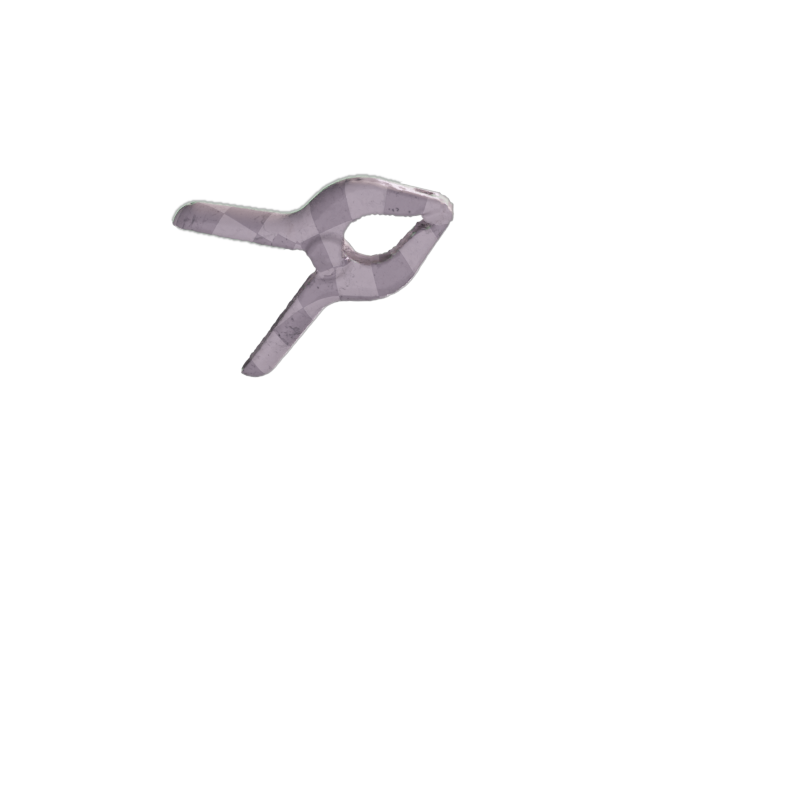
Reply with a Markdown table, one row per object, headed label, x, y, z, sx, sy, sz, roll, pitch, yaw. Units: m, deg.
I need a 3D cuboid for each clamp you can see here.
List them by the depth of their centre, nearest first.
| label | x | y | z | sx | sy | sz | roll | pitch | yaw |
| --- | --- | --- | --- | --- | --- | --- | --- | --- | --- |
| clamp | -0.054 | -0.098 | 0.688 | 0.171 | 0.115 | 0.041 | -29 | 19 | 10 |
